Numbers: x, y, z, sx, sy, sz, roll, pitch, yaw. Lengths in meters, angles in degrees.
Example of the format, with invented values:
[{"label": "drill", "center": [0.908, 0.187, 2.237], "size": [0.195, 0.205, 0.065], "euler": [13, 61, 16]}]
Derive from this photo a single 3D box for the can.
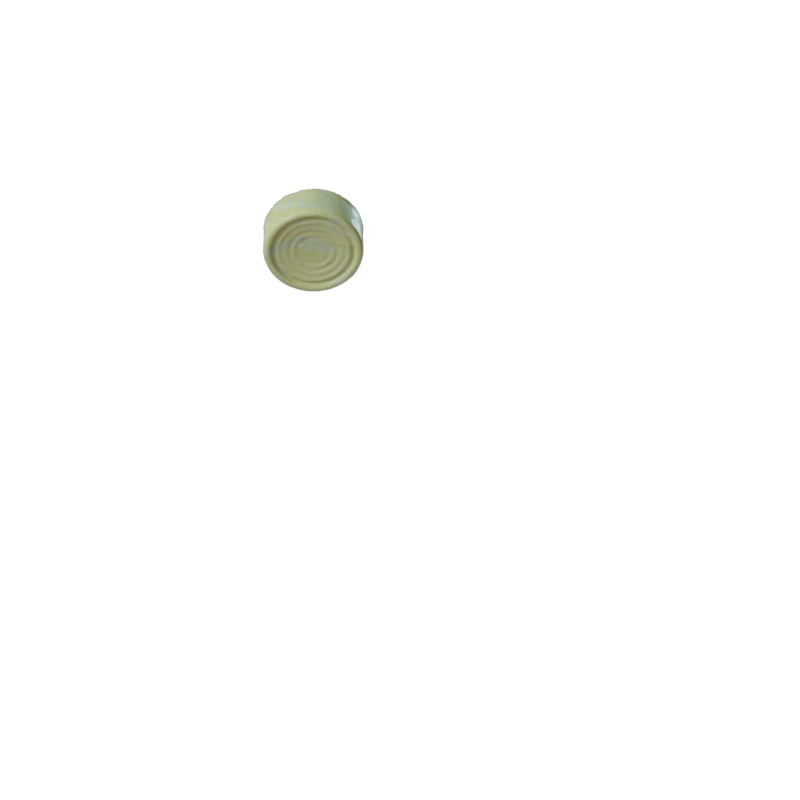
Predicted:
[{"label": "can", "center": [-0.073, -0.134, 0.936], "size": [0.086, 0.080, 0.036], "euler": [1, 39, -1]}]
